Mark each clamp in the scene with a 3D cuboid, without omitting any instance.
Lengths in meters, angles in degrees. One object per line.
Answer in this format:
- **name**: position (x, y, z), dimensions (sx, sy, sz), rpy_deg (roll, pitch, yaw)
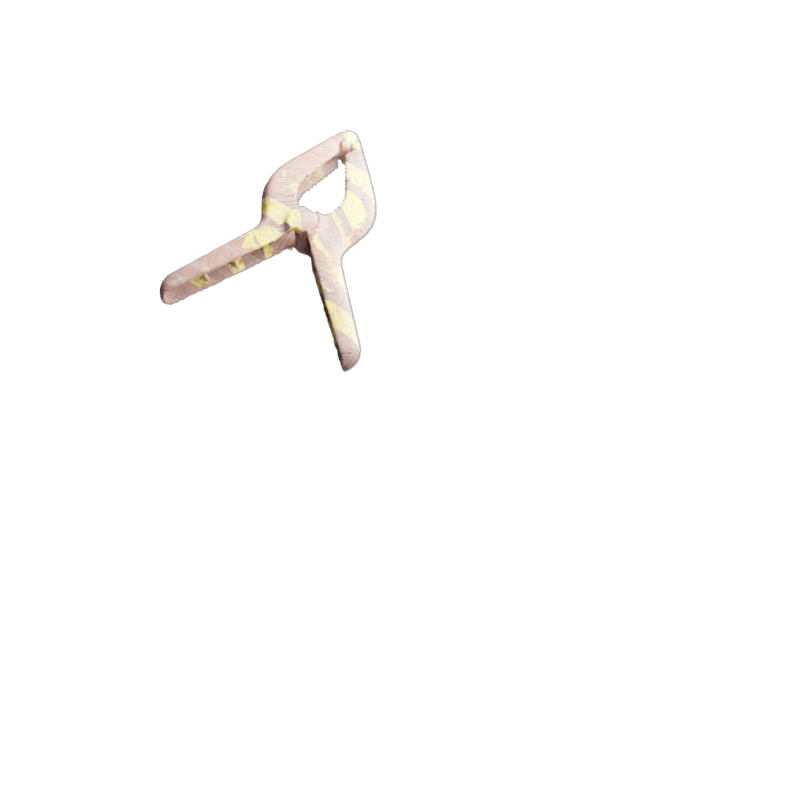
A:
- **clamp**: position (-0.069, -0.126, 0.885), dimensions (0.170, 0.217, 0.034), rpy_deg (25, -27, 14)
